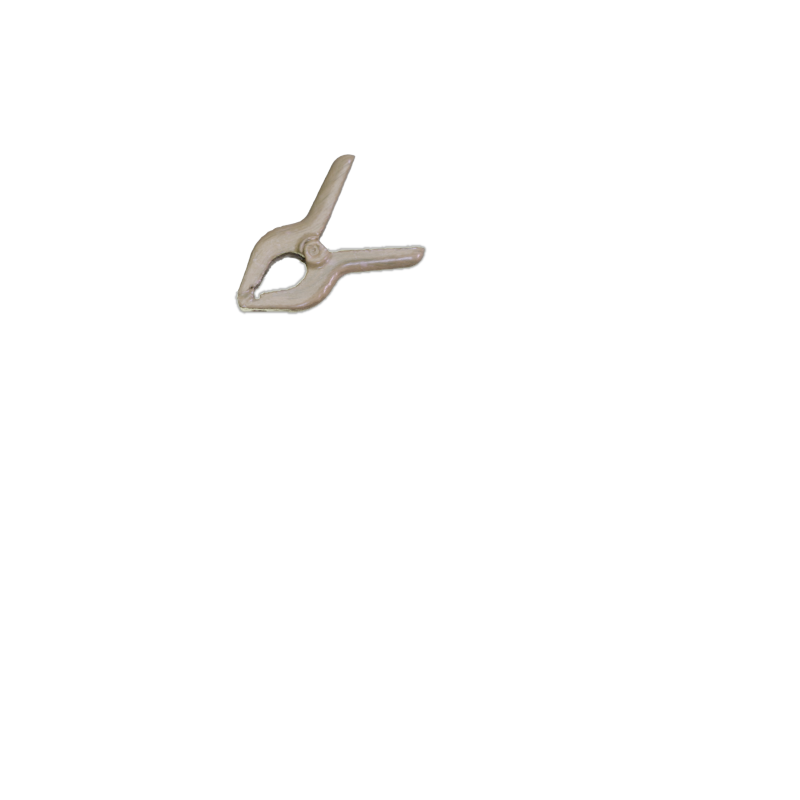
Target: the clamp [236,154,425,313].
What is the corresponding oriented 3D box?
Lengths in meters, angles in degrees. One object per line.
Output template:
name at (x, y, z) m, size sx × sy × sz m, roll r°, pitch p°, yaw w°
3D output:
clamp at (-0.077, -0.141, 0.989) m, size 0.171 × 0.126 × 0.037 m, roll -26°, pitch -17°, yaw -9°
